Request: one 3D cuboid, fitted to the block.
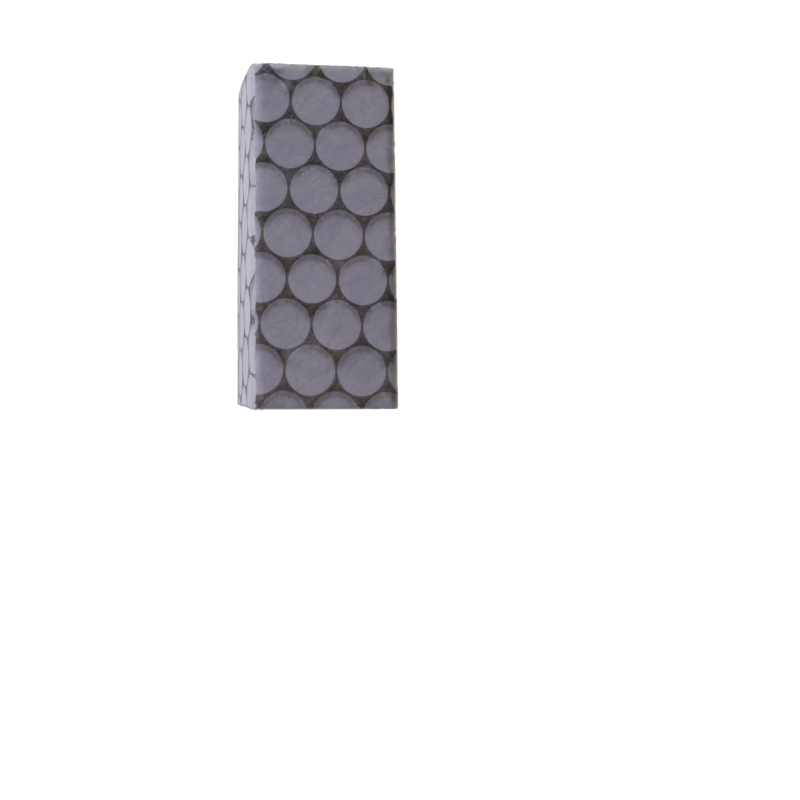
[{"bbox_3d":[-0.055,-0.100,0.700,0.089,0.209,0.090,1,-5,-11],"label":"block"}]
